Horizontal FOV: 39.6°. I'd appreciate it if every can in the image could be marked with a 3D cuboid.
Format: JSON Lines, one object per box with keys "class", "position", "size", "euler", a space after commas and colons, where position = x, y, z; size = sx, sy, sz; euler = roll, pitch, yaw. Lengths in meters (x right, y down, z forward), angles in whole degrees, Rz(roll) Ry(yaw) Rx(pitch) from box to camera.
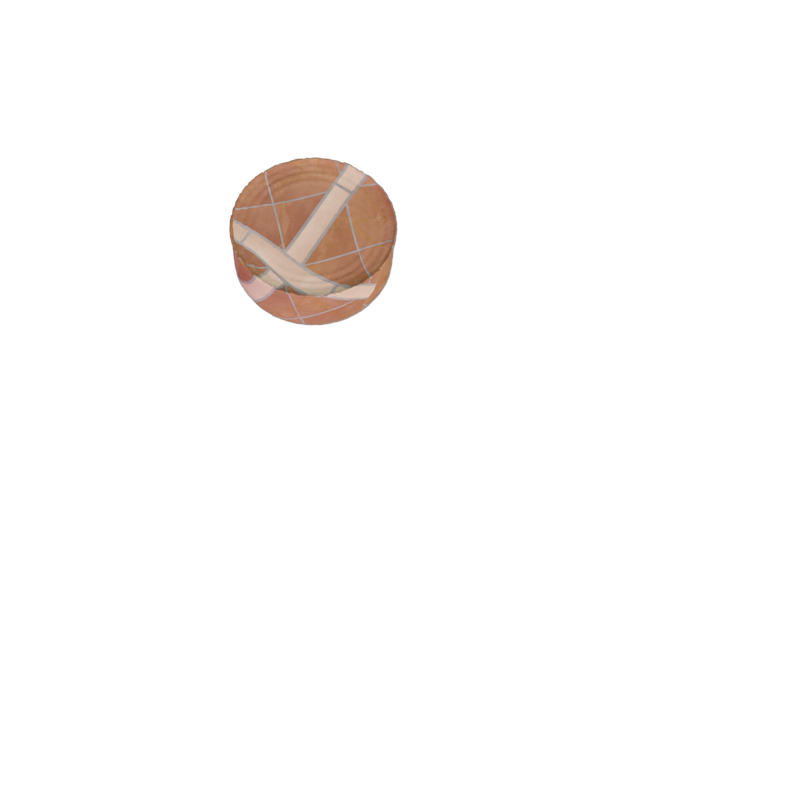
{"class": "can", "position": [-0.045, -0.083, 0.578], "size": [0.086, 0.092, 0.031], "euler": [-1, -31, -1]}
